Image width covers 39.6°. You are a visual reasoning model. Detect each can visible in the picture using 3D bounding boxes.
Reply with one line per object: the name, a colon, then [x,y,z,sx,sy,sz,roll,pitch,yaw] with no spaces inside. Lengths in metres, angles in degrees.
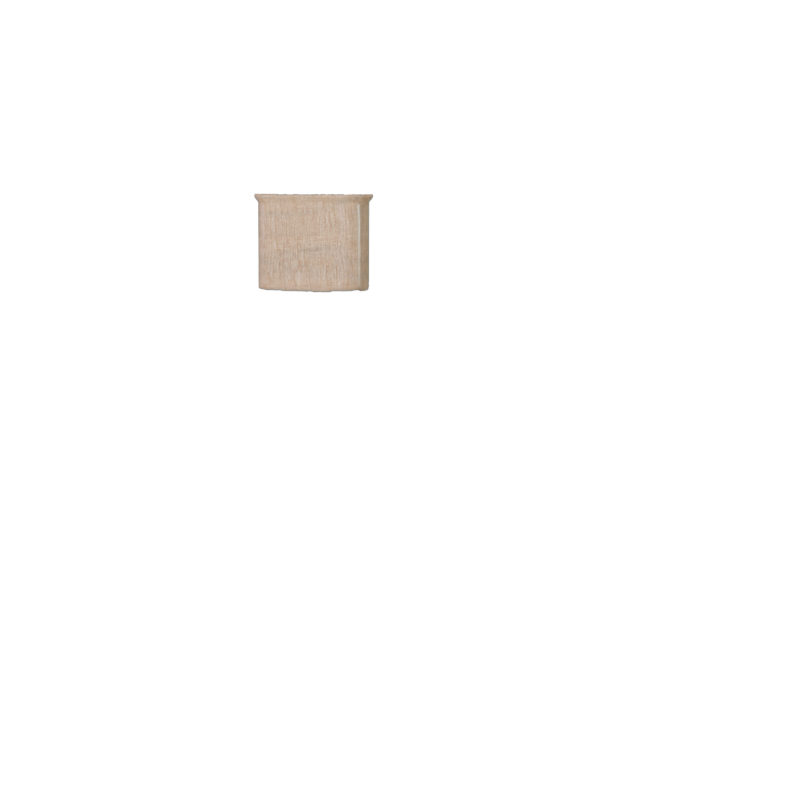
can: [-0.076,-0.138,0.967,0.105,0.083,0.056,3,6,23]
